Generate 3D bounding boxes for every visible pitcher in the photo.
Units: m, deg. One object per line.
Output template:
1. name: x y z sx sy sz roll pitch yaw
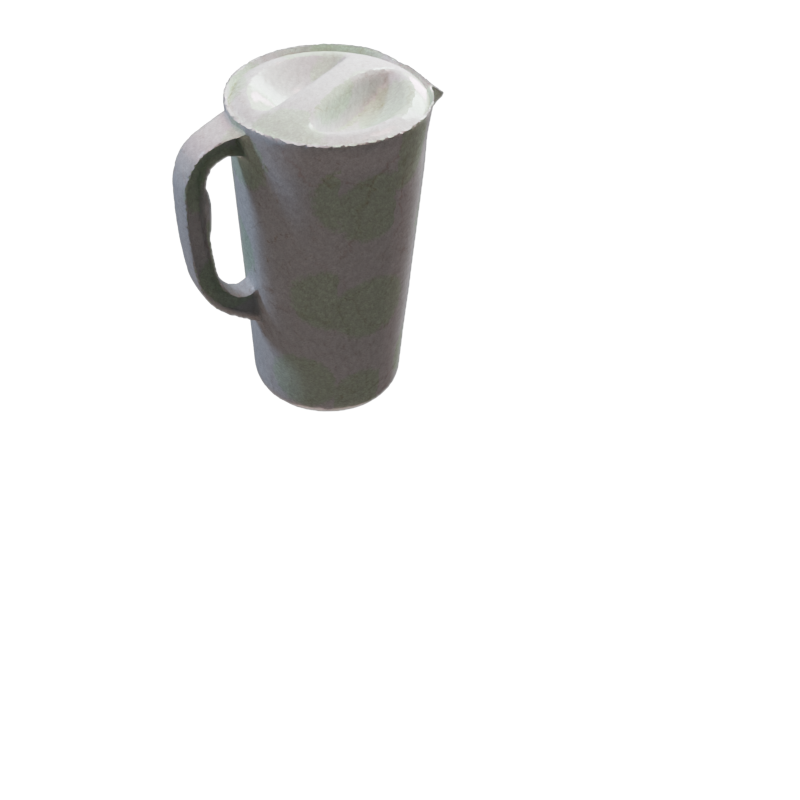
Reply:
1. pitcher: -0.060 -0.109 0.760 0.152 0.227 0.152 11 40 10
